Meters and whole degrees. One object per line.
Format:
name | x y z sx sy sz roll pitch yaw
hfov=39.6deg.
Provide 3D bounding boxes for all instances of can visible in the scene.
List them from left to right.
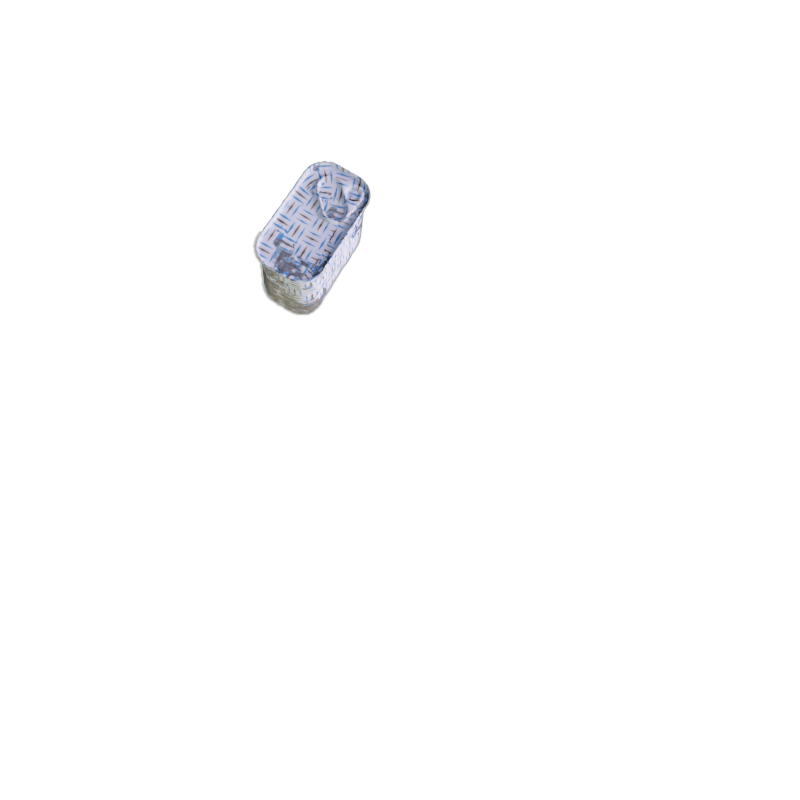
can | -0.069 -0.126 0.884 0.059 0.104 0.080 30 -18 7
